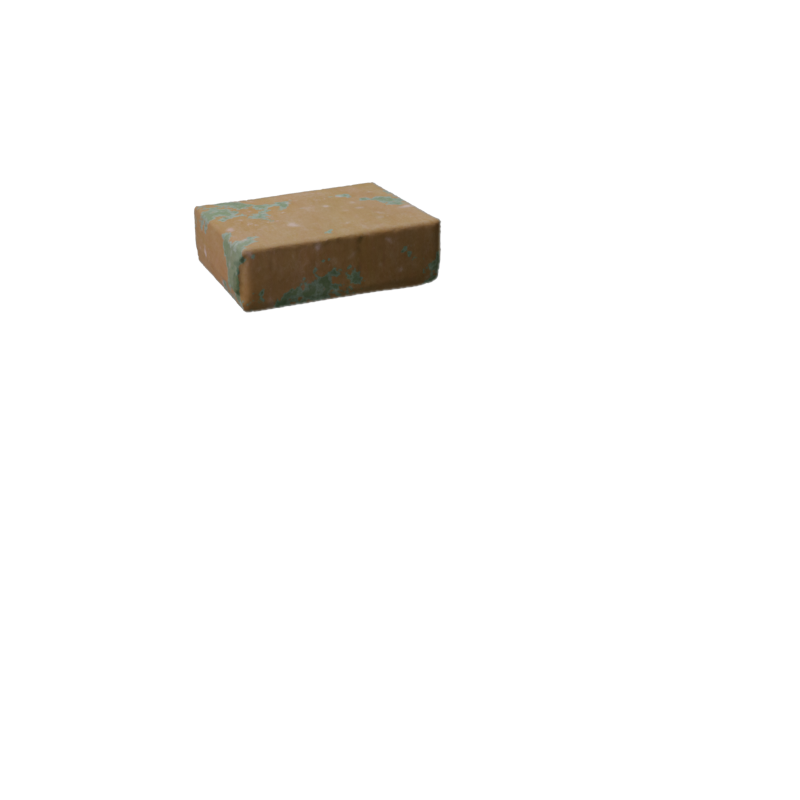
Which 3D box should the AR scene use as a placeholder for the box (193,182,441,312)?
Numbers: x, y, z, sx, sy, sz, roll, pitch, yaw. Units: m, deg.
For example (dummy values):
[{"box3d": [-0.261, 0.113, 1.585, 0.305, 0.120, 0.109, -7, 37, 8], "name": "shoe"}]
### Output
[{"box3d": [-0.047, -0.086, 0.603, 0.111, 0.037, 0.096, -10, 26, -21], "name": "box"}]
